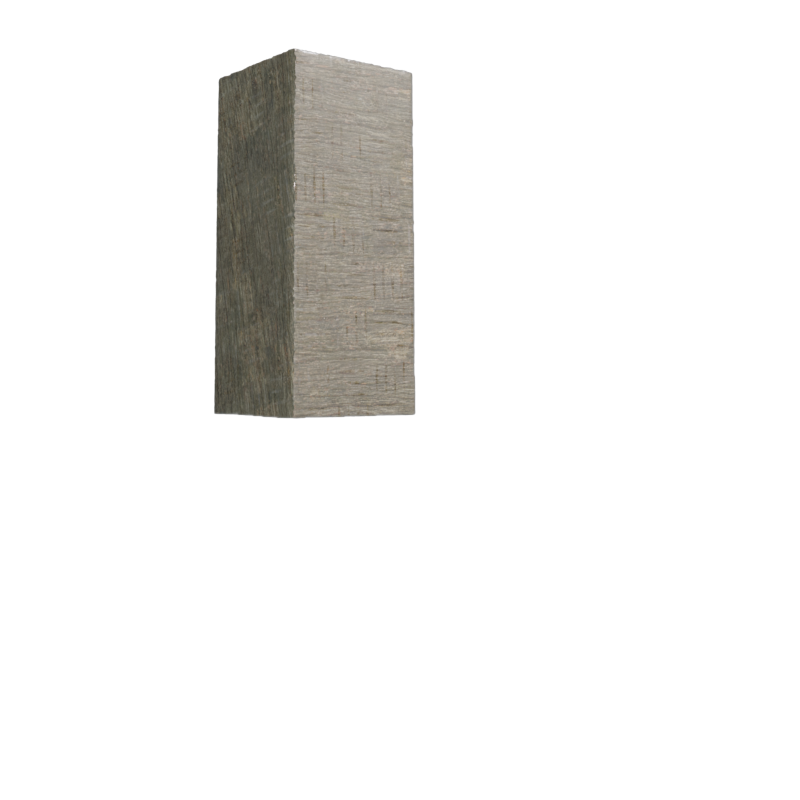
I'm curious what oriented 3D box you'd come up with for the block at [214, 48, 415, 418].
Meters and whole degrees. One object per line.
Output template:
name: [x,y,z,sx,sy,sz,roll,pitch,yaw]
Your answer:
block: [-0.053,-0.096,0.670,0.087,0.209,0.093,4,-7,-37]
